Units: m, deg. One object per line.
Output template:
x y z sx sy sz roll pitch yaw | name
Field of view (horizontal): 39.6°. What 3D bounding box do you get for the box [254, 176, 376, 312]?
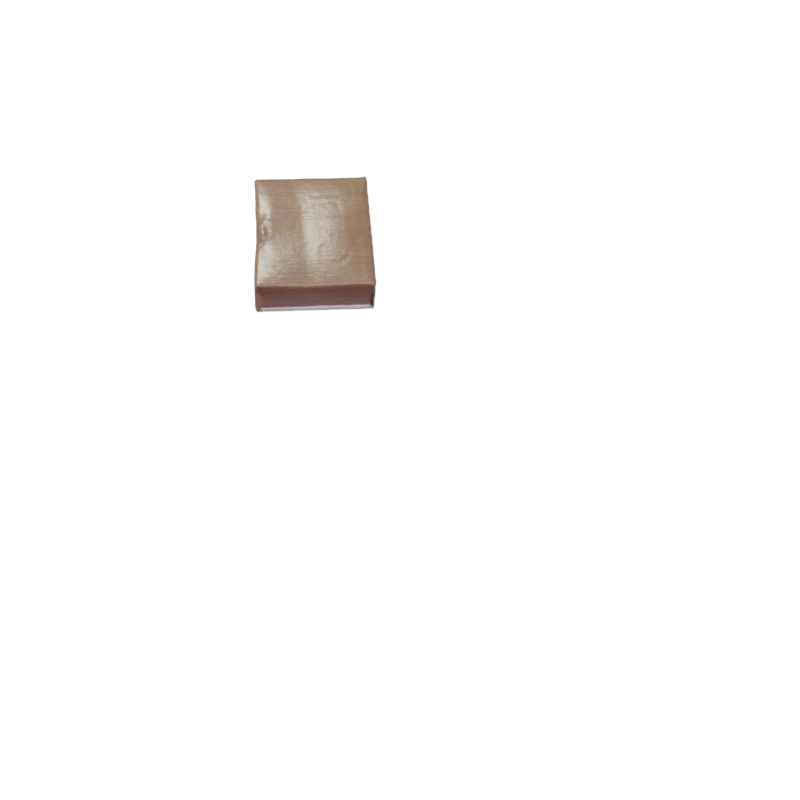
-0.054 -0.099 0.693 0.073 0.096 0.028 -2 -35 -2 | box
